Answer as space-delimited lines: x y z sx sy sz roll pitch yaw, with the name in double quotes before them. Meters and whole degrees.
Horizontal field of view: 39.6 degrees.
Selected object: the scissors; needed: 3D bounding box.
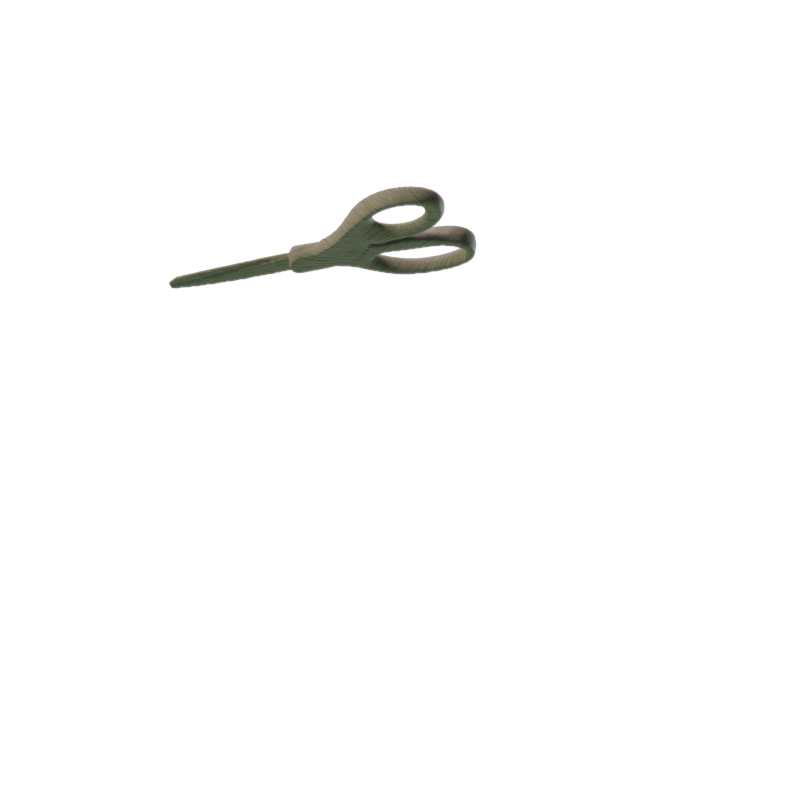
"scissors" -0.054 -0.099 0.691 0.203 0.017 0.090 -2 -26 4
